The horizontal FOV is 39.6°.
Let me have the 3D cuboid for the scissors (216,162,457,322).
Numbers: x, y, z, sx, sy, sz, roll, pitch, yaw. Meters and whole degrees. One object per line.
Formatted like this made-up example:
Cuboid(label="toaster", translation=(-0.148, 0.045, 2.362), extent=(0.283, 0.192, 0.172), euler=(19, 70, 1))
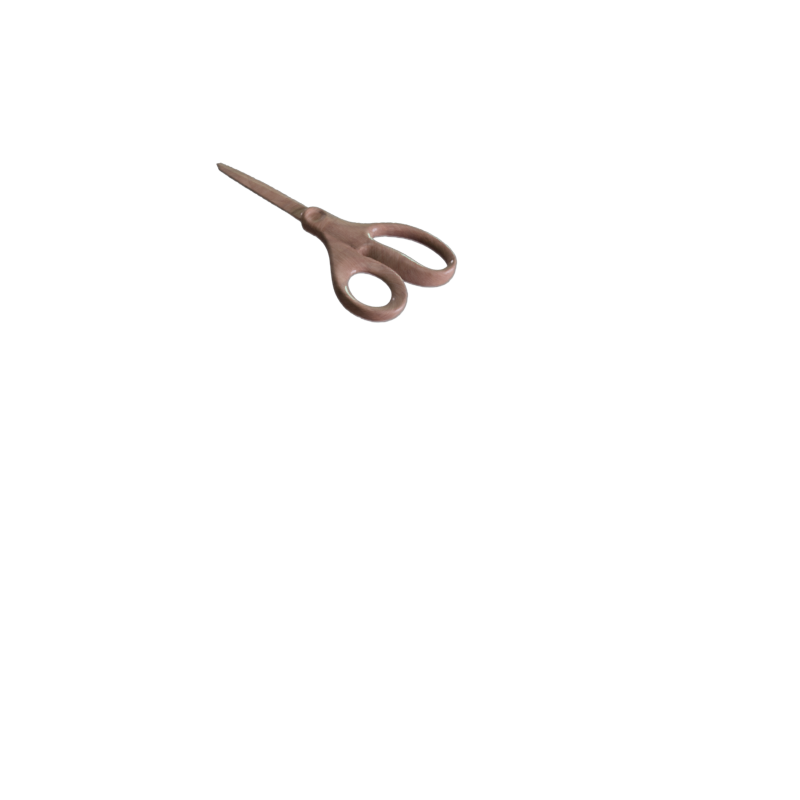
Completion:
Cuboid(label="scissors", translation=(-0.061, -0.112, 0.784), extent=(0.208, 0.100, 0.015), euler=(19, -38, 16))
